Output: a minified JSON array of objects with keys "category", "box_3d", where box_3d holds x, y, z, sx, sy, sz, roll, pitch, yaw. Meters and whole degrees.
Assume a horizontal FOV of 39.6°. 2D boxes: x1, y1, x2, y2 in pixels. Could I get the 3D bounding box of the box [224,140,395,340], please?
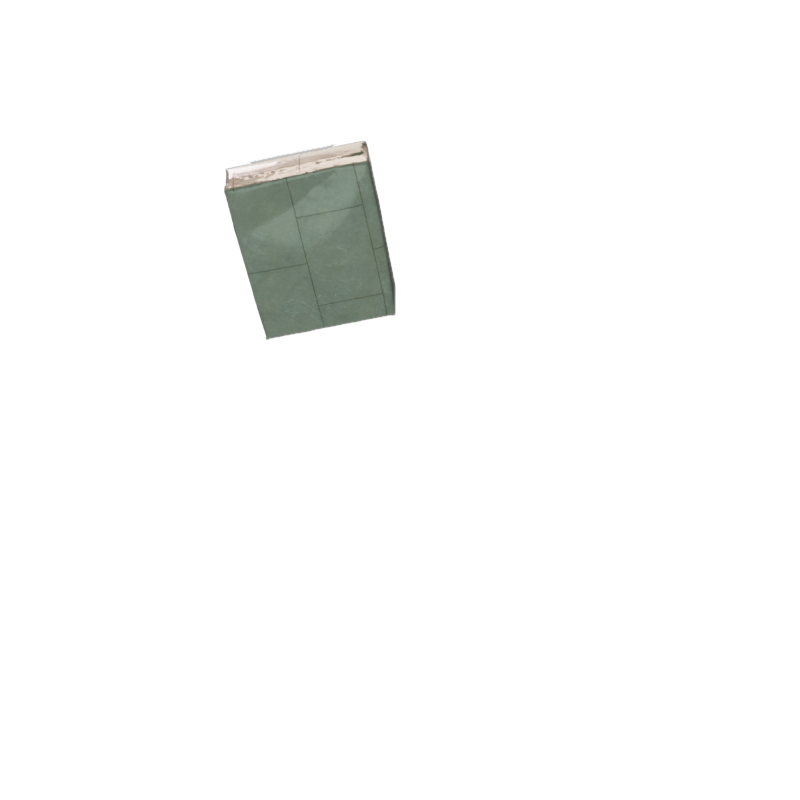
[{"category":"box","box_3d":[-0.054,-0.099,0.696,0.090,0.107,0.041,-10,28,4]}]
